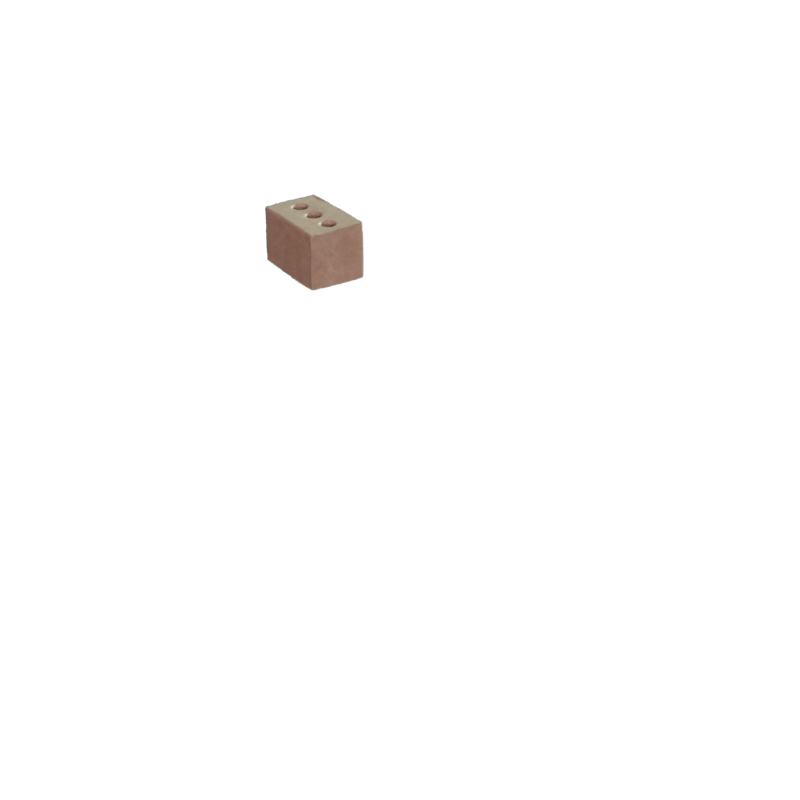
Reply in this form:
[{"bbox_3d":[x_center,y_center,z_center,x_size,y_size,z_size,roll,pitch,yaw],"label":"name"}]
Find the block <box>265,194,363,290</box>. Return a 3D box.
[{"bbox_3d":[-0.074,-0.135,0.943,0.052,0.048,0.084,-17,34,-31],"label":"block"}]
